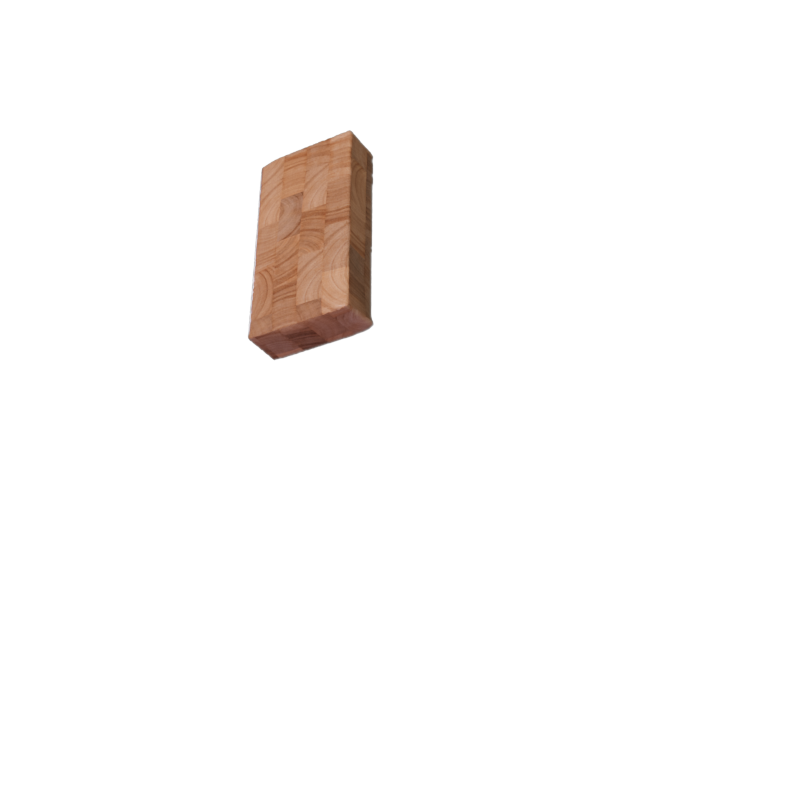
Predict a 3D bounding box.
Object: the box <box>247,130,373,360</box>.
[{"bbox_3d":[-0.070,-0.127,0.890,0.094,0.188,0.044,-19,-36,24],"label":"box"}]
